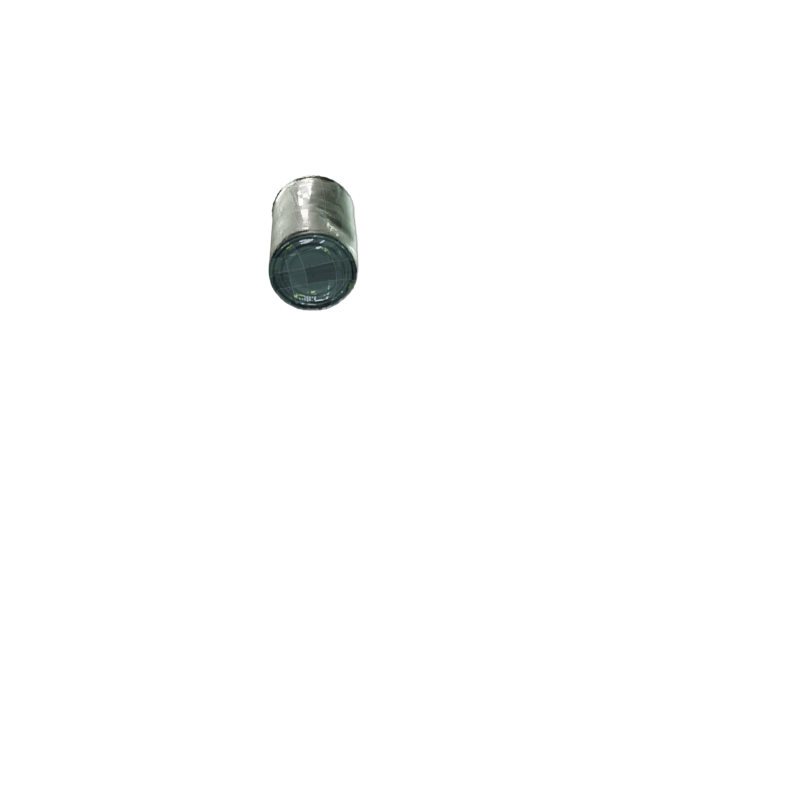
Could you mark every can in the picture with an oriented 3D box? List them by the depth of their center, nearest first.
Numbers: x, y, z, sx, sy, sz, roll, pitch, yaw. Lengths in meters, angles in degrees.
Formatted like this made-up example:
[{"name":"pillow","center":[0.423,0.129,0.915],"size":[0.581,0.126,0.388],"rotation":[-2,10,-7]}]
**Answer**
[{"name":"can","center":[-0.067,-0.123,0.860],"size":[0.068,0.064,0.109],"rotation":[-1,33,-3]}]
